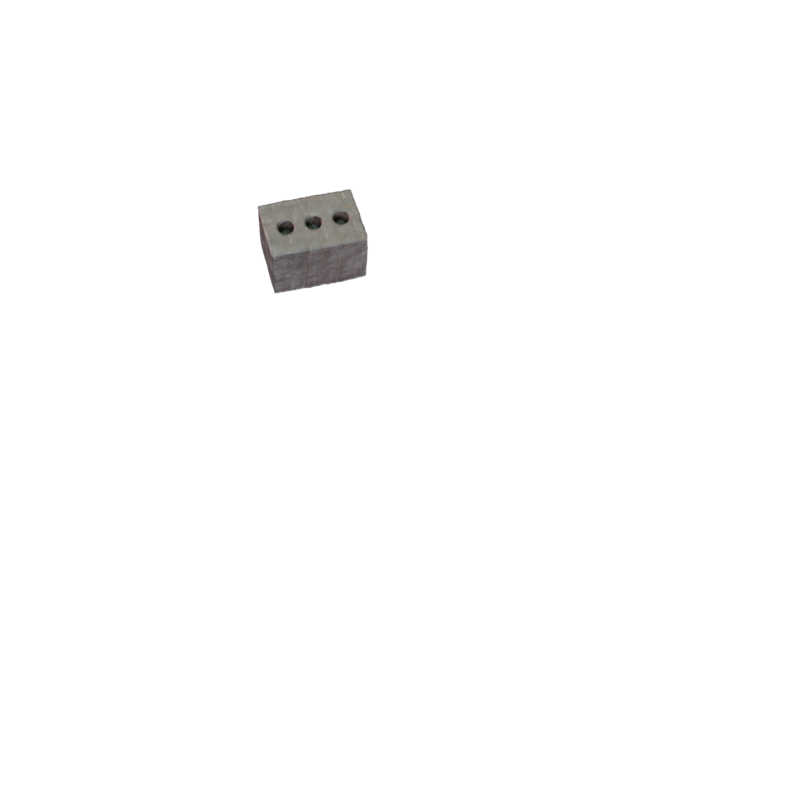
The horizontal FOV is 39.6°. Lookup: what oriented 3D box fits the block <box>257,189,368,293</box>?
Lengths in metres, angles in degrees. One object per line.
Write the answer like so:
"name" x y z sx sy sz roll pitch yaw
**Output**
"block" -0.068 -0.124 0.871 0.077 0.057 0.048 -12 -33 -9
